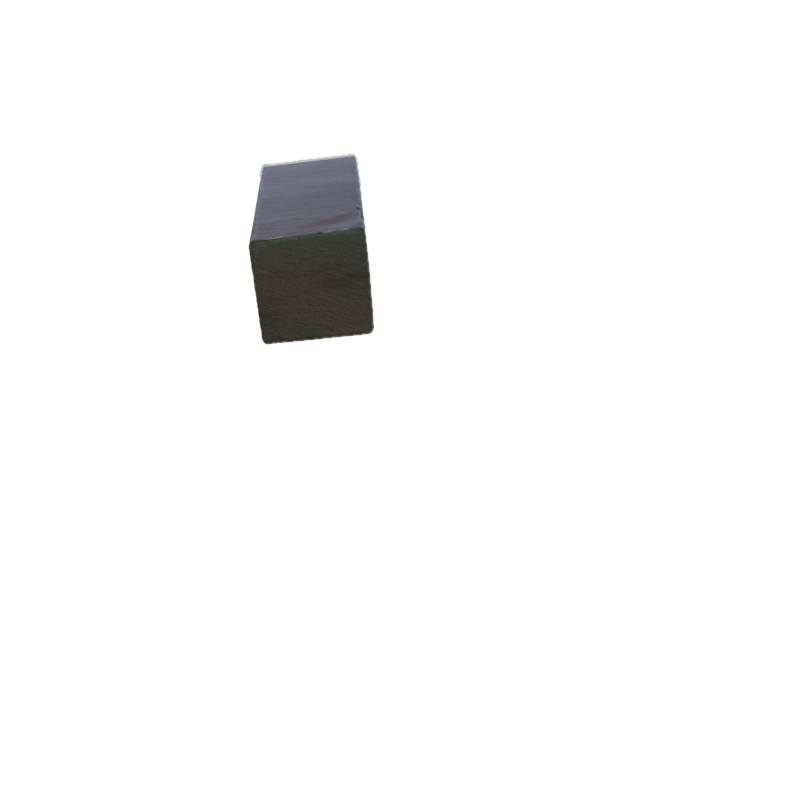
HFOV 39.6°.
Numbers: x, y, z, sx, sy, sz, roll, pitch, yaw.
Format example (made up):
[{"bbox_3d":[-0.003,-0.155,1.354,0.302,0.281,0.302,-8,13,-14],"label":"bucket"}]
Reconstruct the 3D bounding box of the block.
[{"bbox_3d":[-0.074,-0.135,0.947,0.091,0.085,0.217,-6,26,-1],"label":"block"}]
